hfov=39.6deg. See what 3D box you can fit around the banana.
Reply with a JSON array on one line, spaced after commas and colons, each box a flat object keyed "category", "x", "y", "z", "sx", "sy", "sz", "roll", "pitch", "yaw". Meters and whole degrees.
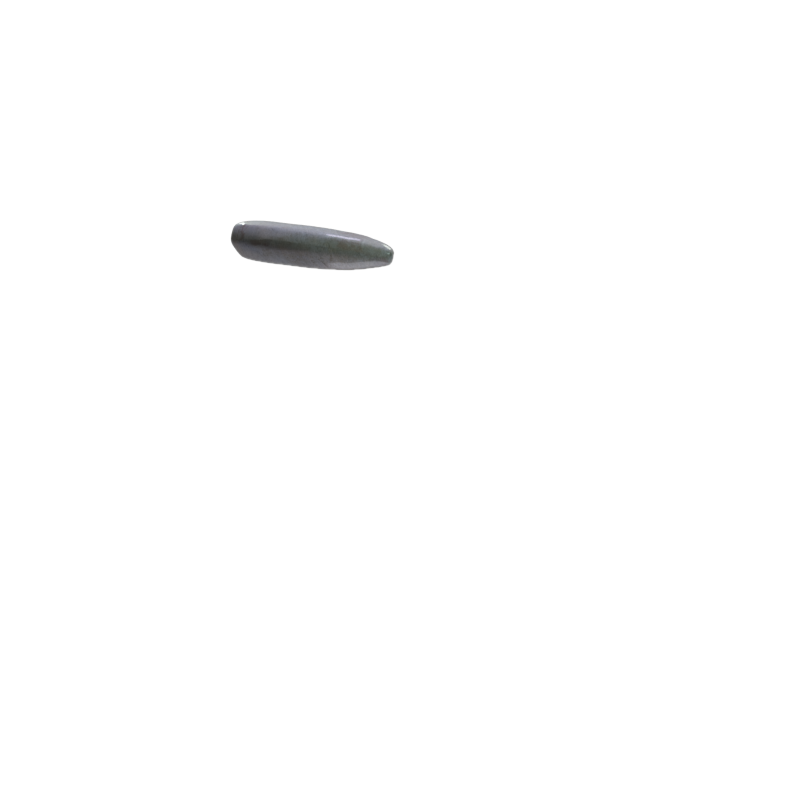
[{"category": "banana", "x": -0.094, "y": -0.140, "z": 0.986, "sx": 0.068, "sy": 0.036, "sz": 0.208, "roll": -10, "pitch": 17, "yaw": -40}]
